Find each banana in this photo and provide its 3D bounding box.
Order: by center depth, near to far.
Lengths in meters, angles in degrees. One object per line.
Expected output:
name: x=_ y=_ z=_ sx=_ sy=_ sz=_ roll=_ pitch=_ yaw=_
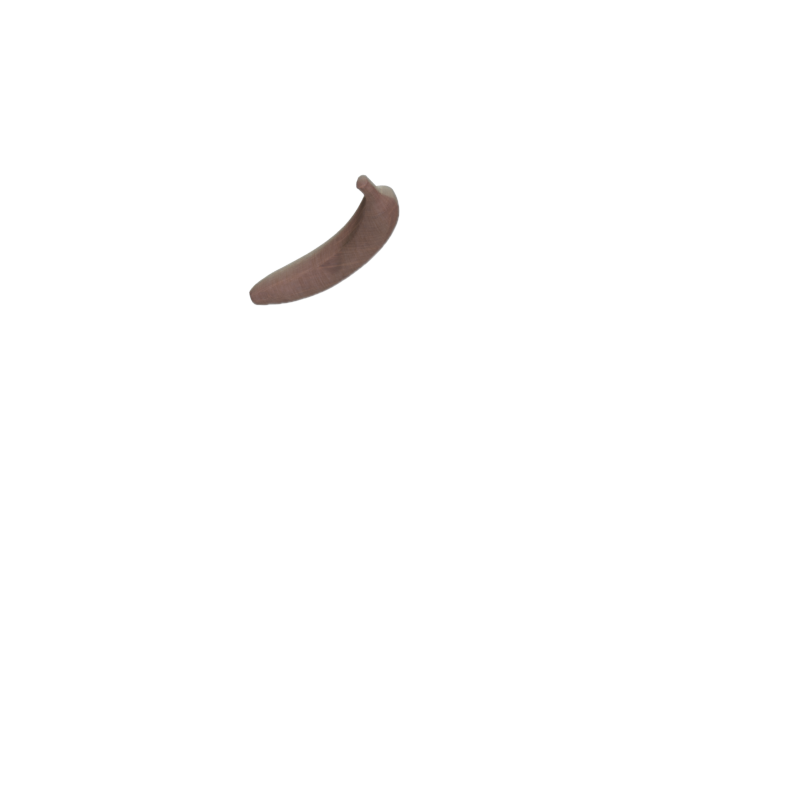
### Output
banana: x=-0.056 y=-0.131 z=0.946 sx=0.066 sy=0.039 sz=0.194 roll=19 pitch=-38 yaw=-28
